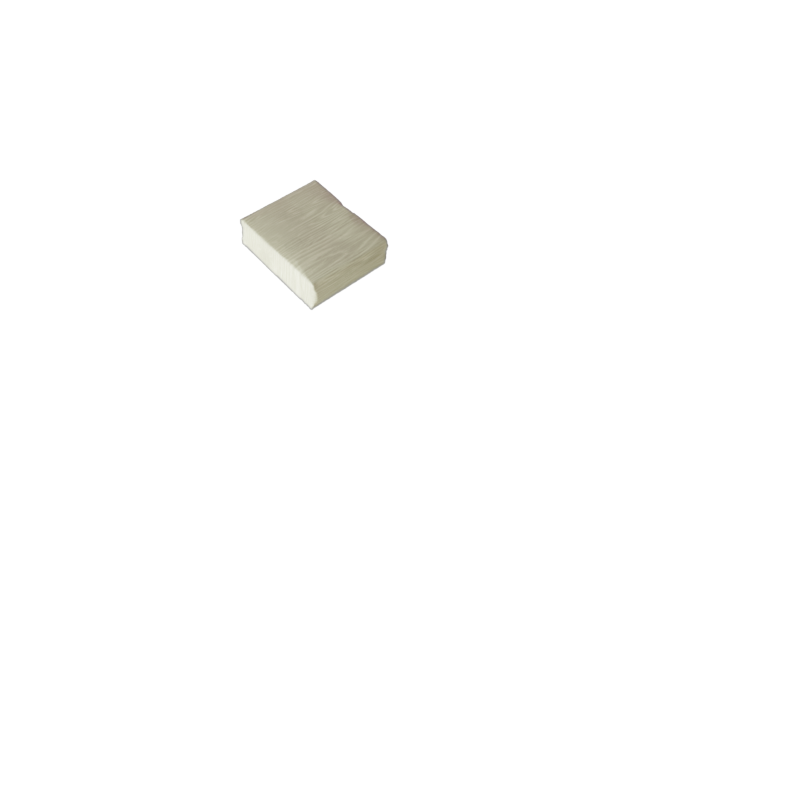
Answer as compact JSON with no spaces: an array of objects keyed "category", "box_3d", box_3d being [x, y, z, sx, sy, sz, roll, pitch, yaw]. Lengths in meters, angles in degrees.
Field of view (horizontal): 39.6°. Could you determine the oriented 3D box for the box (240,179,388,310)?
[{"category":"box","box_3d":[-0.065,-0.119,0.832,0.073,0.028,0.096,-32,57,-25]}]
